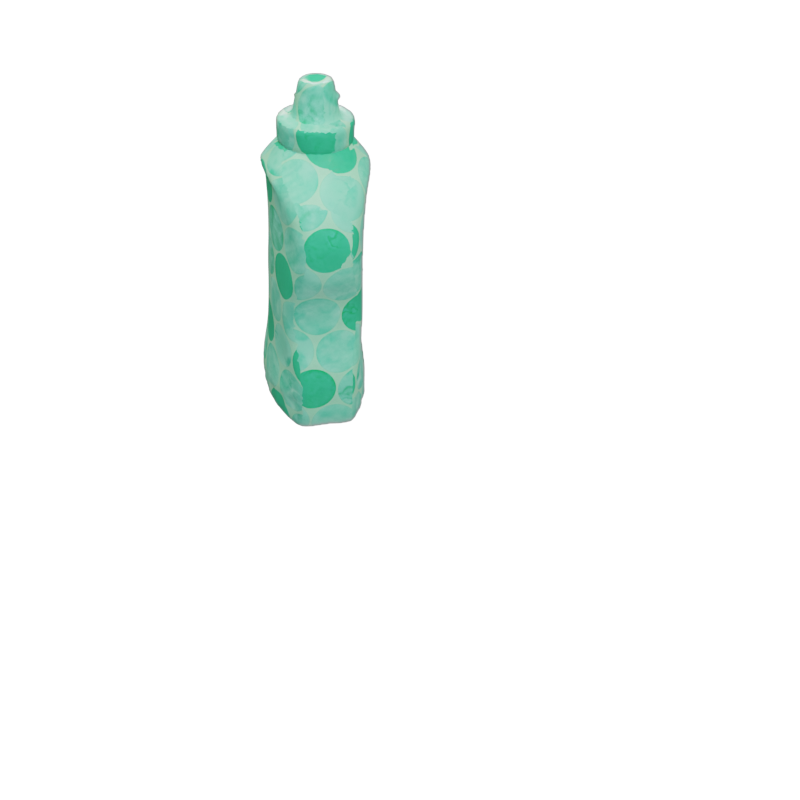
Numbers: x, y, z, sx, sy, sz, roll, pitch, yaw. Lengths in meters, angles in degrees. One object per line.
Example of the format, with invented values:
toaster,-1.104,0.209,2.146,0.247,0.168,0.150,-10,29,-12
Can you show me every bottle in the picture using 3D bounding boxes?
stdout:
bottle,-0.047,-0.087,0.611,0.058,0.180,0.103,-4,34,-10
